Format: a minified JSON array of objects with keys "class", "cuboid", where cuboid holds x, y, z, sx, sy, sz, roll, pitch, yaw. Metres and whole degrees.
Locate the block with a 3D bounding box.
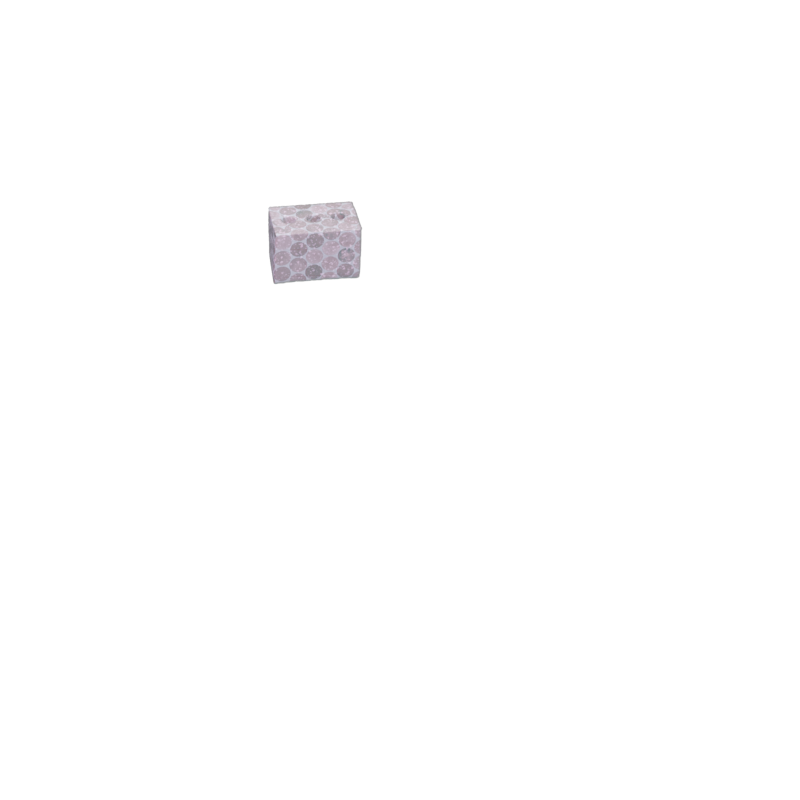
[{"class":"block","cuboid":[-0.077,-0.140,0.981,0.077,0.048,0.057,-5,36,-9]}]
